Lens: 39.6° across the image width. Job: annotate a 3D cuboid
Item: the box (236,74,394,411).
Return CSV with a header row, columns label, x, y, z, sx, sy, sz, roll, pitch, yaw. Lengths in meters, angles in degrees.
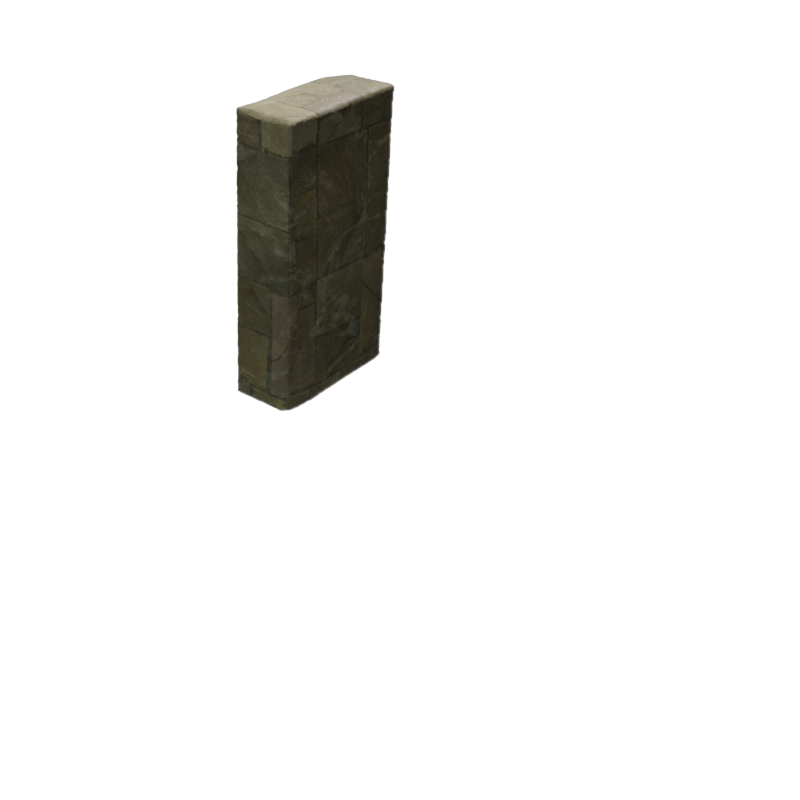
label,x,y,z,sx,sy,sz,roll,pitch,yaw
box,-0.050,-0.090,0.633,0.051,0.167,0.093,18,31,31
